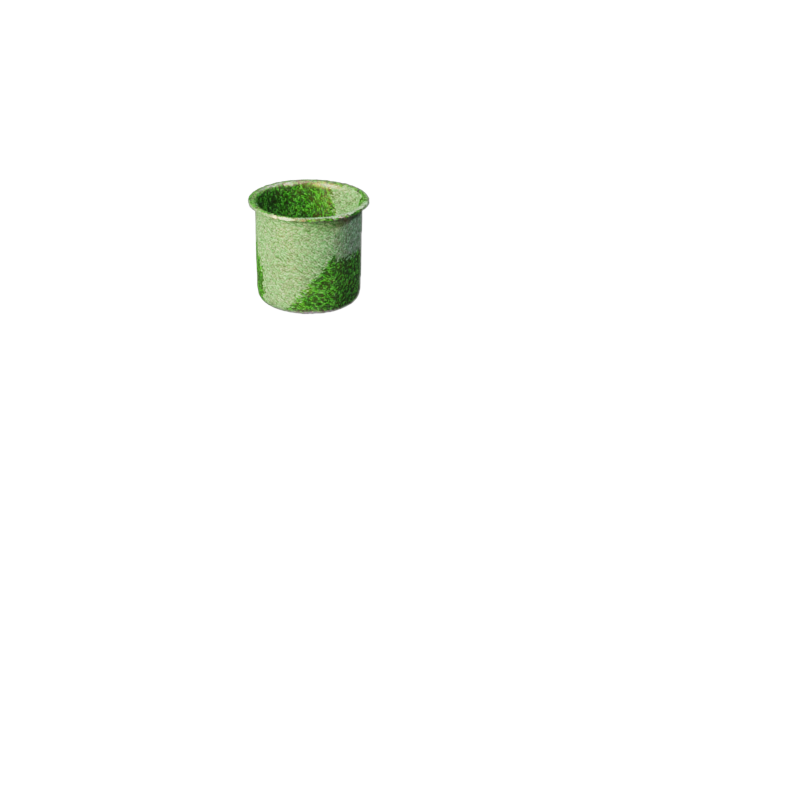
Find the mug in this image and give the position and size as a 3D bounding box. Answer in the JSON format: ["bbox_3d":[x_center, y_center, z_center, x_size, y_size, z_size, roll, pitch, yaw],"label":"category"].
[{"bbox_3d":[-0.068,-0.124,0.872,0.095,0.077,0.121,7,27,12],"label":"mug"}]
